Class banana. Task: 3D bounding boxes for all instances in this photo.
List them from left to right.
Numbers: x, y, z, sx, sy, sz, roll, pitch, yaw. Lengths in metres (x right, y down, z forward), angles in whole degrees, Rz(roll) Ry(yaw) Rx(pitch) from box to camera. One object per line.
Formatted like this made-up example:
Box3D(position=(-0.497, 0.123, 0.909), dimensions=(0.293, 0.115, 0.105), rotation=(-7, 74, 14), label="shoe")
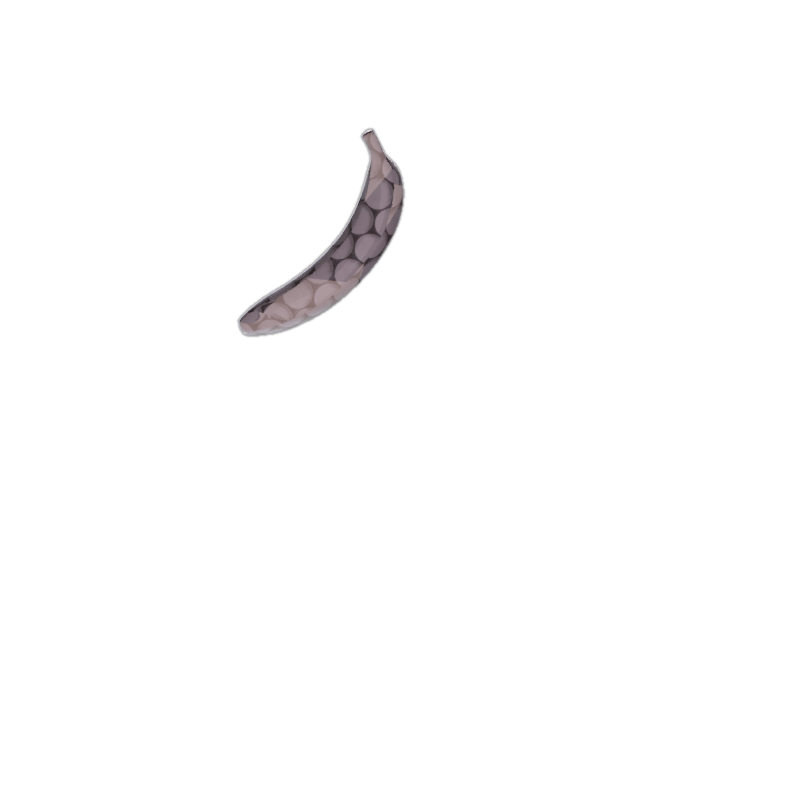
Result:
Box3D(position=(-0.053, -0.122, 0.898), dimensions=(0.068, 0.195, 0.038), rotation=(33, 11, -9), label="banana")
